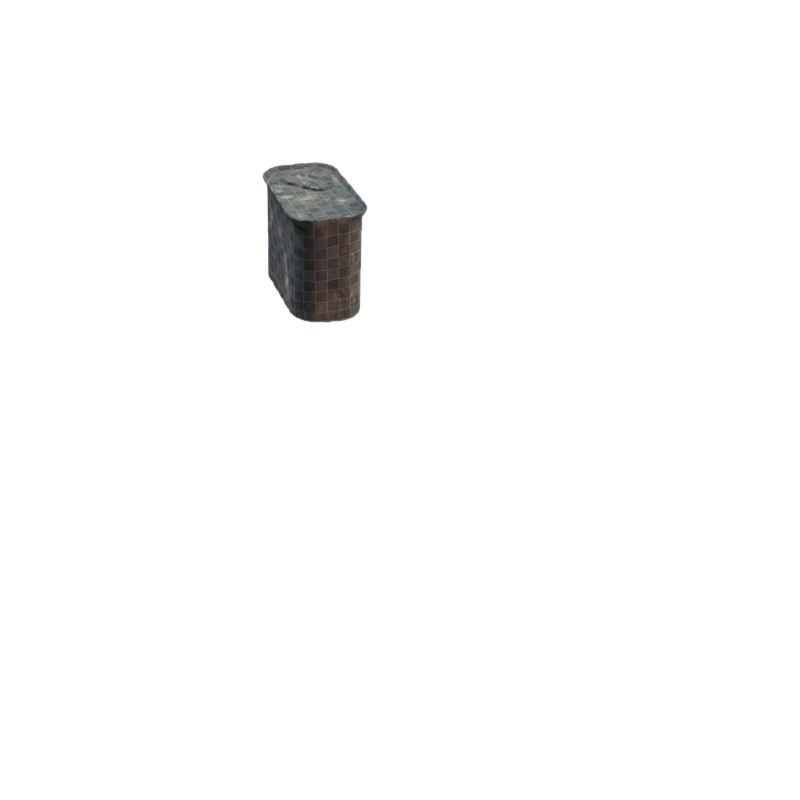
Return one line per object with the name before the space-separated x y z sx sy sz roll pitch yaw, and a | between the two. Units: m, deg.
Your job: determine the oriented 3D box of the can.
can | -0.063 -0.115 0.807 0.057 0.079 0.110 -8 32 -17
